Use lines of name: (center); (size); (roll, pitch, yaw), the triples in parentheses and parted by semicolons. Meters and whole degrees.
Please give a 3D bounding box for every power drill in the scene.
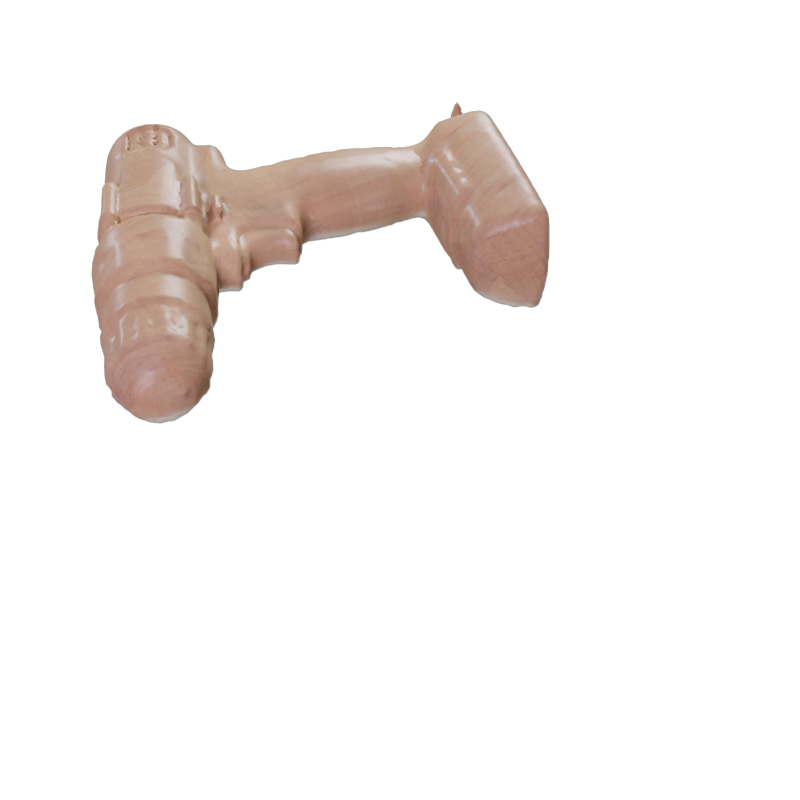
power drill: (-0.037, -0.068, 0.475); (0.186, 0.054, 0.199); (-6, 41, -8)
